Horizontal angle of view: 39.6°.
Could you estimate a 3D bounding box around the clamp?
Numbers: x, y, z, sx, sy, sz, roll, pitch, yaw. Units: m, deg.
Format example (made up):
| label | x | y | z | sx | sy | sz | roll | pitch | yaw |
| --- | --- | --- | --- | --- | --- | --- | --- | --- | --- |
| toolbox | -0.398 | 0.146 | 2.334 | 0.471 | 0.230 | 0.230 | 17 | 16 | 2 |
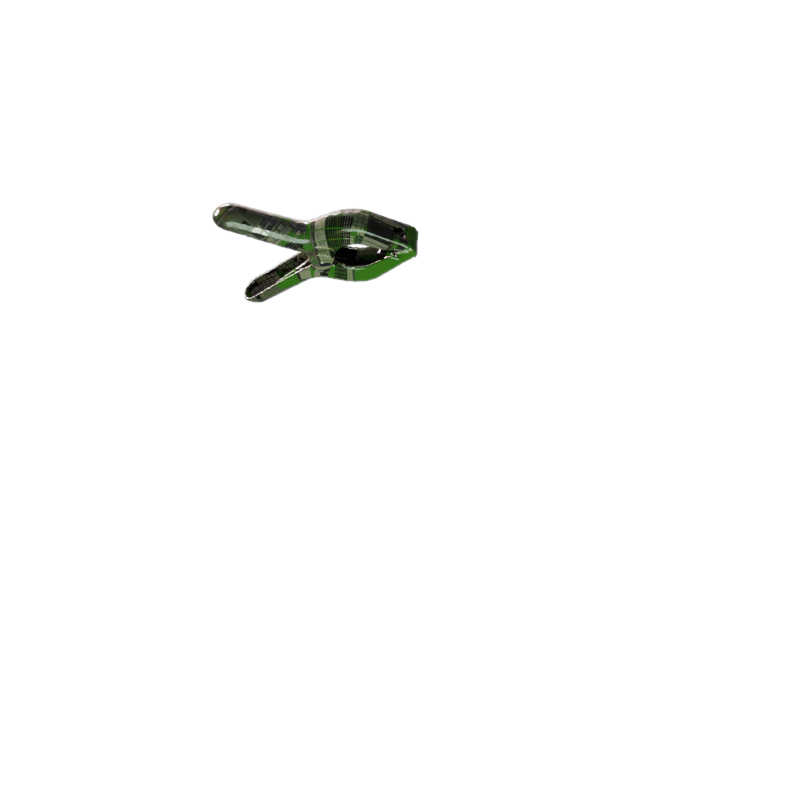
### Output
| label | x | y | z | sx | sy | sz | roll | pitch | yaw |
| --- | --- | --- | --- | --- | --- | --- | --- | --- | --- |
| clamp | -0.074 | -0.135 | 0.944 | 0.174 | 0.042 | 0.111 | -10 | -32 | 16 |
